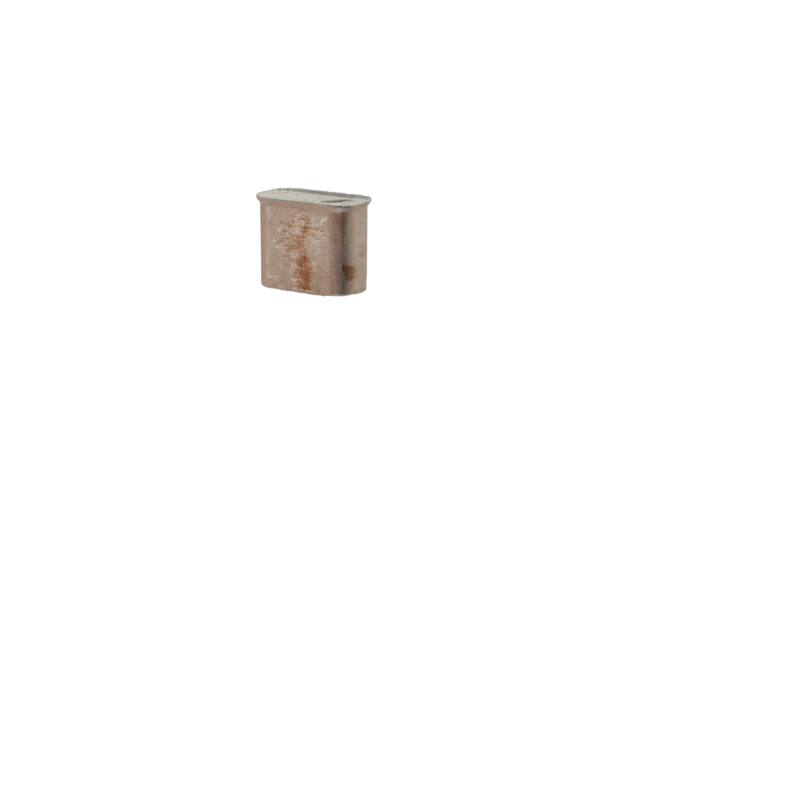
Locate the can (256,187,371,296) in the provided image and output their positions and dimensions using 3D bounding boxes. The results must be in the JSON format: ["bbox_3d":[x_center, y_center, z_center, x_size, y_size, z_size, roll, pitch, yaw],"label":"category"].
[{"bbox_3d":[-0.077,-0.141,0.987,0.106,0.081,0.057,10,18,29],"label":"can"}]
